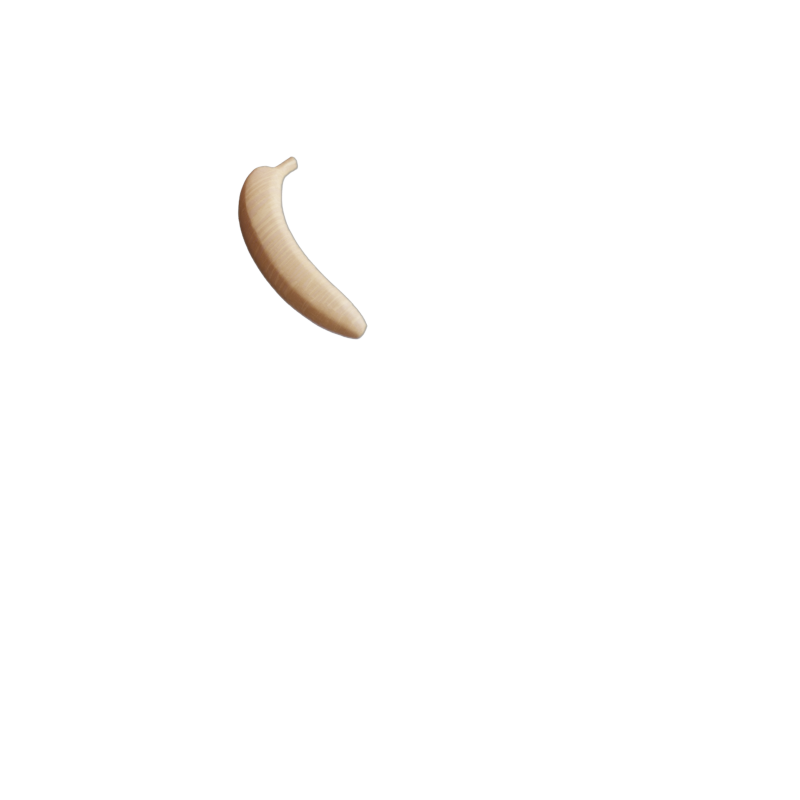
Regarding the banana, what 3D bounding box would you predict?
[{"bbox_3d":[-0.089,-0.126,0.895,0.069,0.213,0.034,-15,-34,-11],"label":"banana"}]
